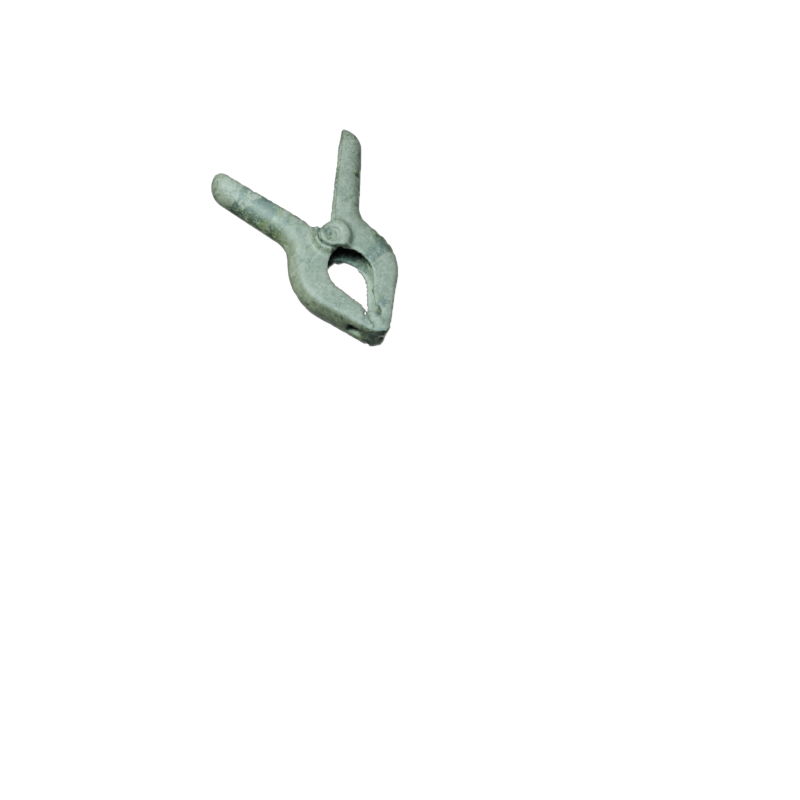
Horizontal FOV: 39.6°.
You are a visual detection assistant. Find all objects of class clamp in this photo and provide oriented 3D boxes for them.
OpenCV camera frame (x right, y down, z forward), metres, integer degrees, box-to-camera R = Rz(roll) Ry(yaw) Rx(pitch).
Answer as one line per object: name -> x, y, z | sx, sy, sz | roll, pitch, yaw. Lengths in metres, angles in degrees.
clamp -> -0.063, -0.115, 0.805 | 0.119, 0.183, 0.037 | -17, -26, -9
